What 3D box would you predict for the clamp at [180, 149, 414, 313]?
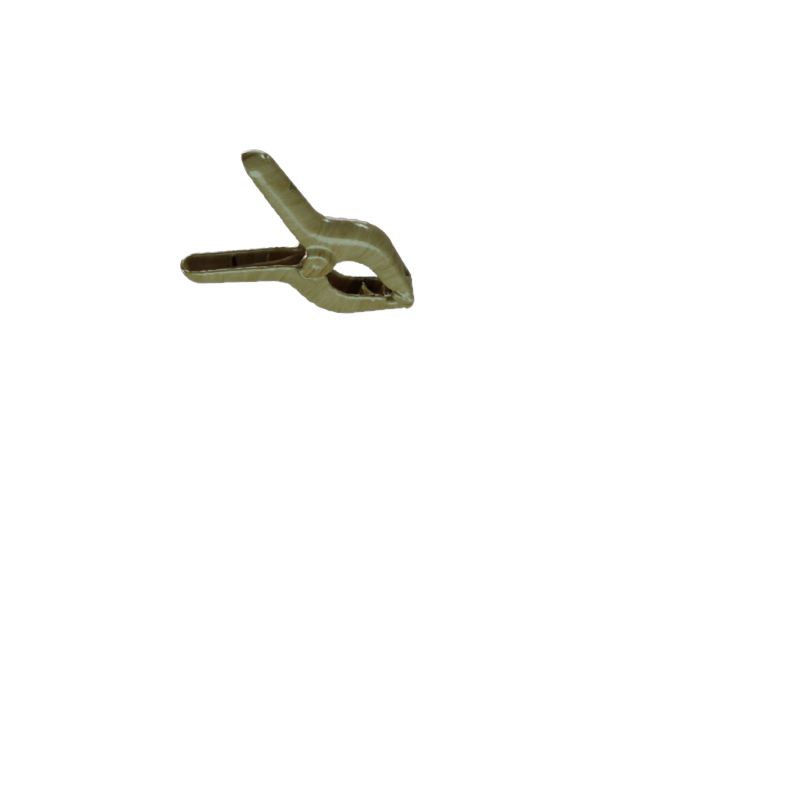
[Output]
[{"bbox_3d":[-0.062,-0.114,0.797,0.167,0.042,0.115,13,-43,-14],"label":"clamp"}]
